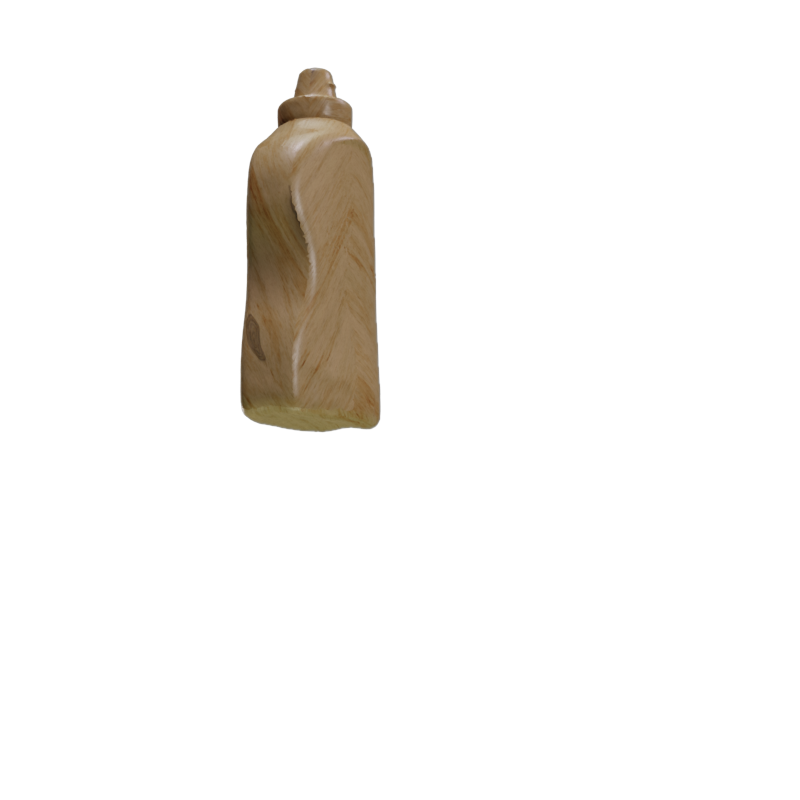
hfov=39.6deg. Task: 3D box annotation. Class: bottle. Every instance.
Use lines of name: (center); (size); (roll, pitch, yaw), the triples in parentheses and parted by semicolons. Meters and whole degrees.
bottle: (-0.045, -0.083, 0.583); (0.060, 0.199, 0.091); (-9, -16, 26)
